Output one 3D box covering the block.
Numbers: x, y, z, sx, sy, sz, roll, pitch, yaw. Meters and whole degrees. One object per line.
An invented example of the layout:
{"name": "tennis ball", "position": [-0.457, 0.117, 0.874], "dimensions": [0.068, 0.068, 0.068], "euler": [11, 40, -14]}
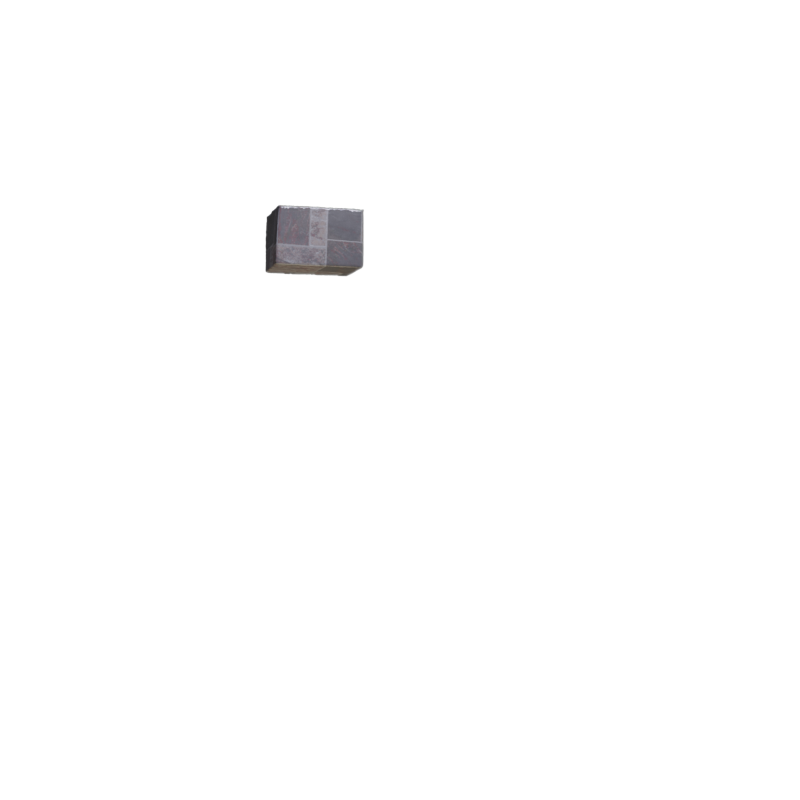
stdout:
{"name": "block", "position": [-0.075, -0.137, 0.962], "dimensions": [0.076, 0.052, 0.053], "euler": [1, -7, -15]}
